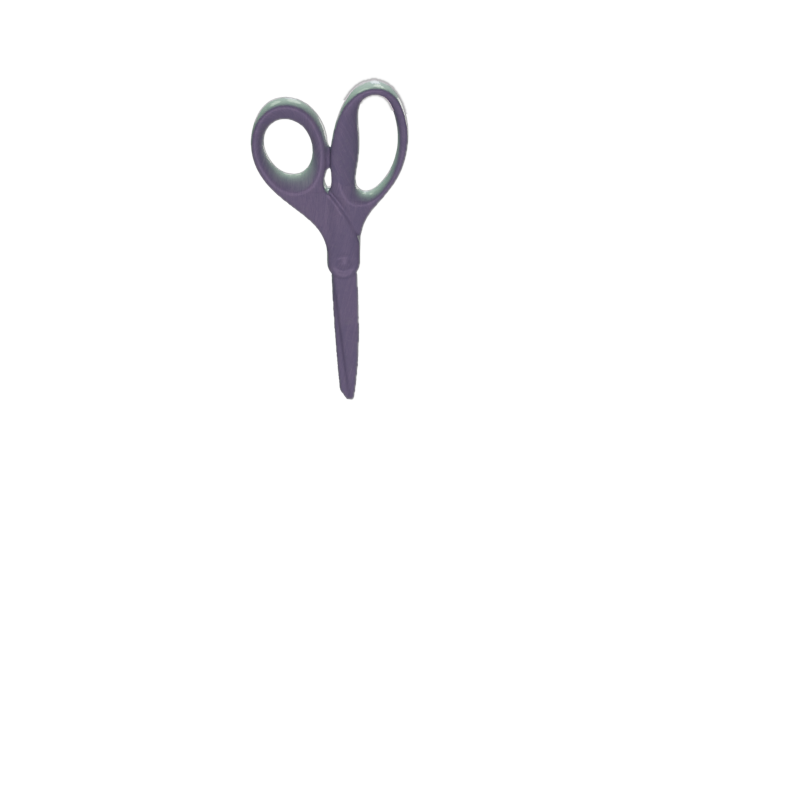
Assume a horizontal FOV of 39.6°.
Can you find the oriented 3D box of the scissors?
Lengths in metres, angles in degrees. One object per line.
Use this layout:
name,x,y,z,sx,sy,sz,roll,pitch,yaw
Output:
scissors,-0.050,-0.092,0.642,0.095,0.193,0.017,13,26,-7
